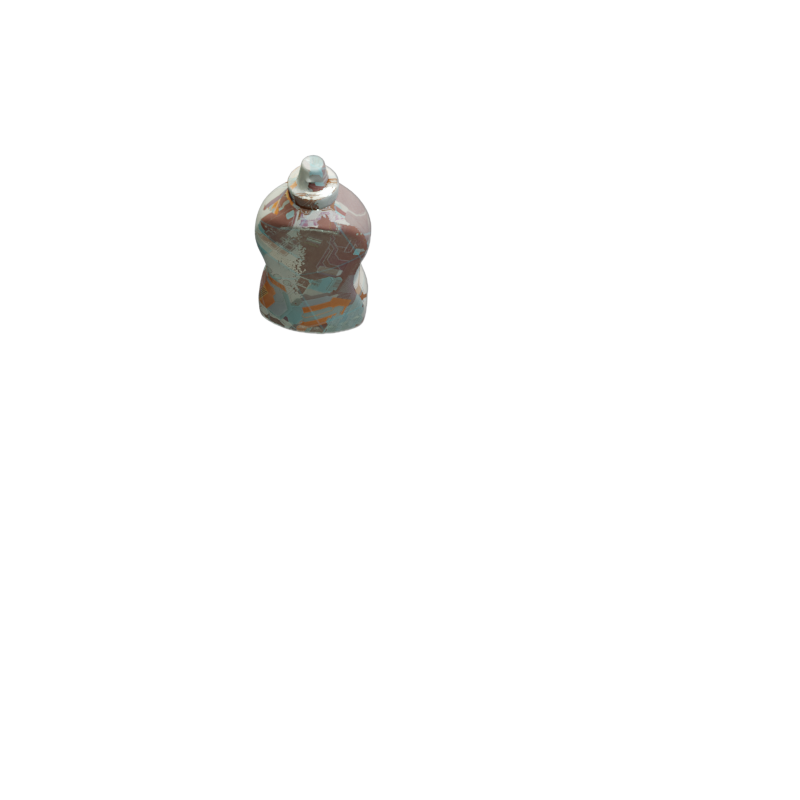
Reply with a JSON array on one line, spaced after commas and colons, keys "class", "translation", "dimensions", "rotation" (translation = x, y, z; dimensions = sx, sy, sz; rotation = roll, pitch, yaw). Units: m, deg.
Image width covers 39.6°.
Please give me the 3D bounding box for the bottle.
[{"class": "bottle", "translation": [-0.073, -0.132, 0.930], "dimensions": [0.097, 0.062, 0.179], "rotation": [8, -36, 2]}]
